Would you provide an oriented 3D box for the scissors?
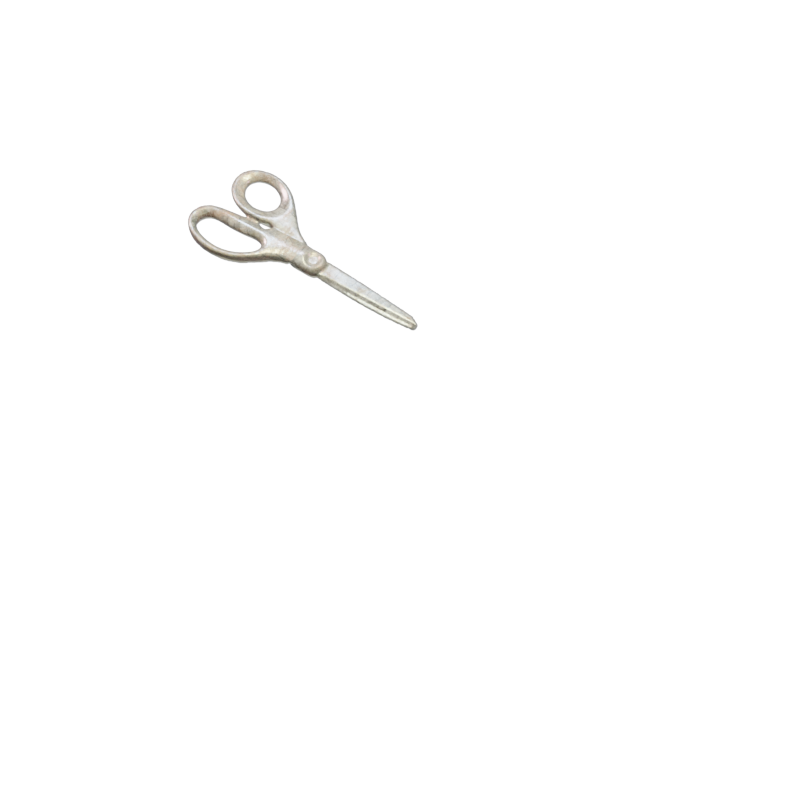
[{"bbox_3d":[-0.069,-0.126,0.883,0.206,0.100,0.015,18,-29,10],"label":"scissors"}]
